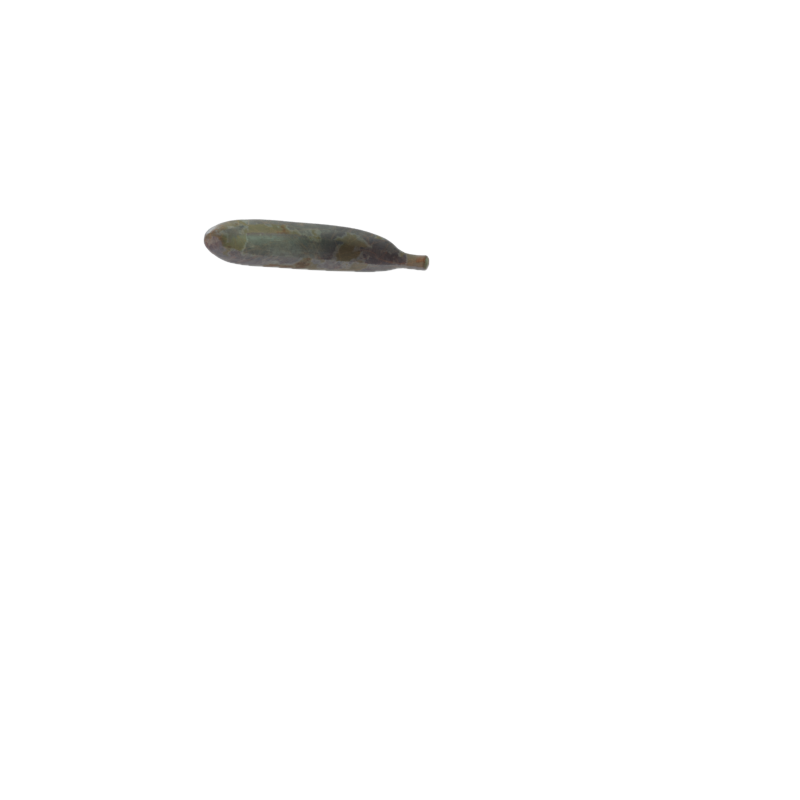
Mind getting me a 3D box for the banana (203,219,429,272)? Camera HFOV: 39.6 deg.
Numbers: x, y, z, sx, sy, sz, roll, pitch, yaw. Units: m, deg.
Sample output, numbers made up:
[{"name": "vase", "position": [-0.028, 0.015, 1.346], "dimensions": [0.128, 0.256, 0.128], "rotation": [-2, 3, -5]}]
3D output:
[{"name": "banana", "position": [-0.074, -0.120, 0.852], "dimensions": [0.190, 0.037, 0.072], "rotation": [-1, 1, -35]}]
